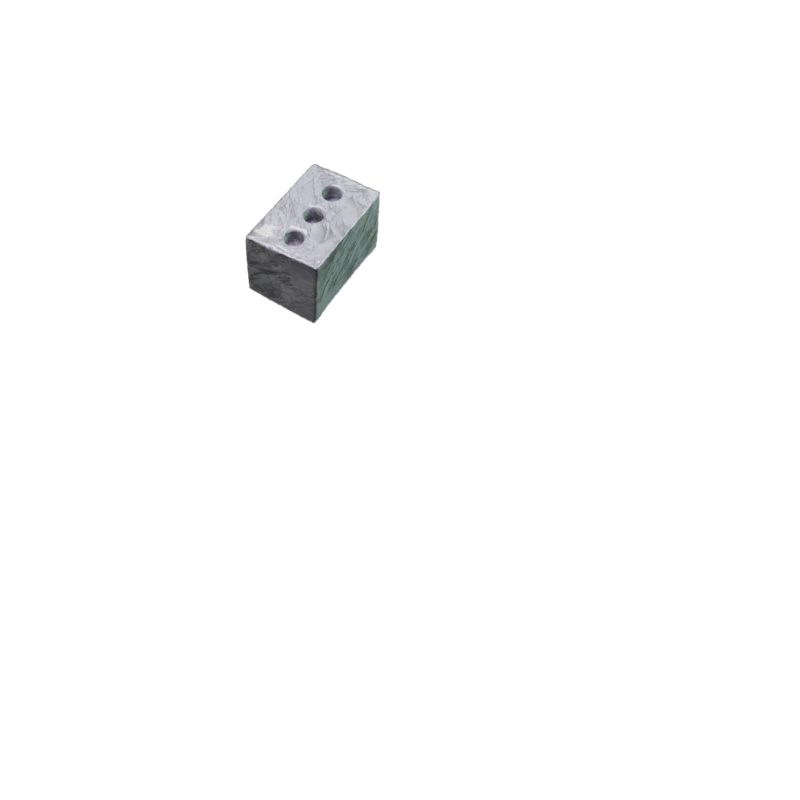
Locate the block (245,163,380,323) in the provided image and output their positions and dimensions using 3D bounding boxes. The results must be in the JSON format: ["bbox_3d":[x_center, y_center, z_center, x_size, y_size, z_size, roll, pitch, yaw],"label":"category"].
[{"bbox_3d":[-0.055,-0.100,0.699,0.055,0.080,0.048,25,-34,16],"label":"block"}]
